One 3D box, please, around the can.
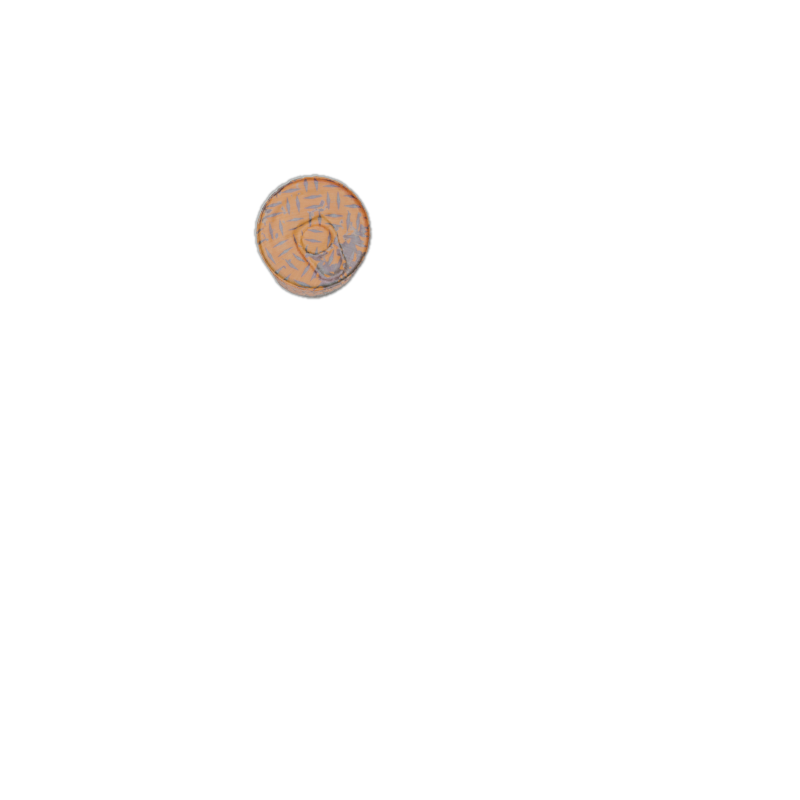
[{"bbox_3d":[-0.055,-0.100,0.700,0.068,0.069,0.102,0,0,-3],"label":"can"}]
